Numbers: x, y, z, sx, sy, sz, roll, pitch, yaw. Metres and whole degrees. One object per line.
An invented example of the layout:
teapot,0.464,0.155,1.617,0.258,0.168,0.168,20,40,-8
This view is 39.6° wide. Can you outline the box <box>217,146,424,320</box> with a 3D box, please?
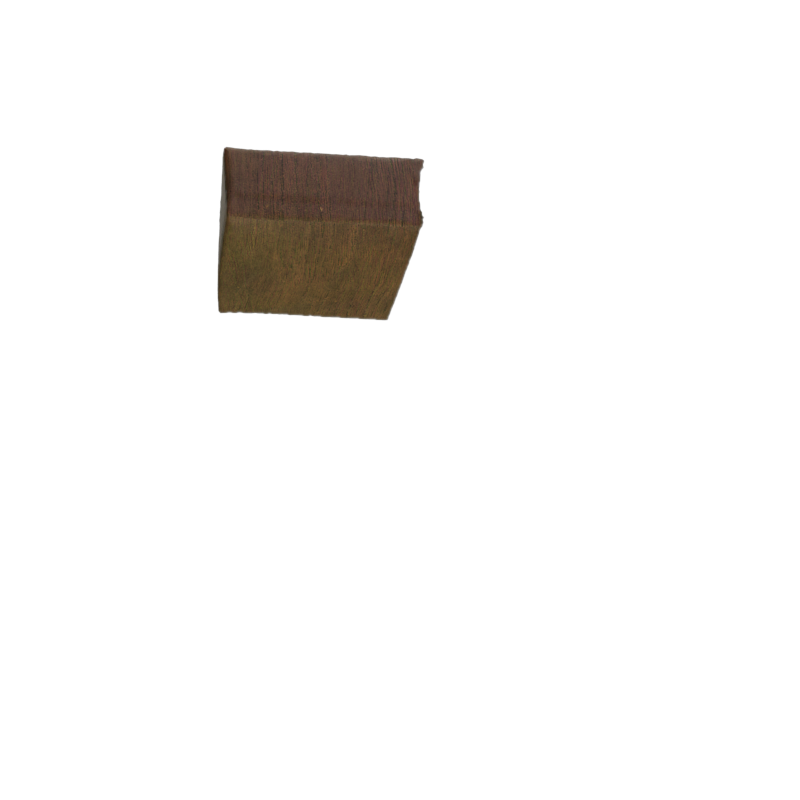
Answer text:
box,-0.042,-0.075,0.529,0.089,0.041,0.109,2,-18,-8
